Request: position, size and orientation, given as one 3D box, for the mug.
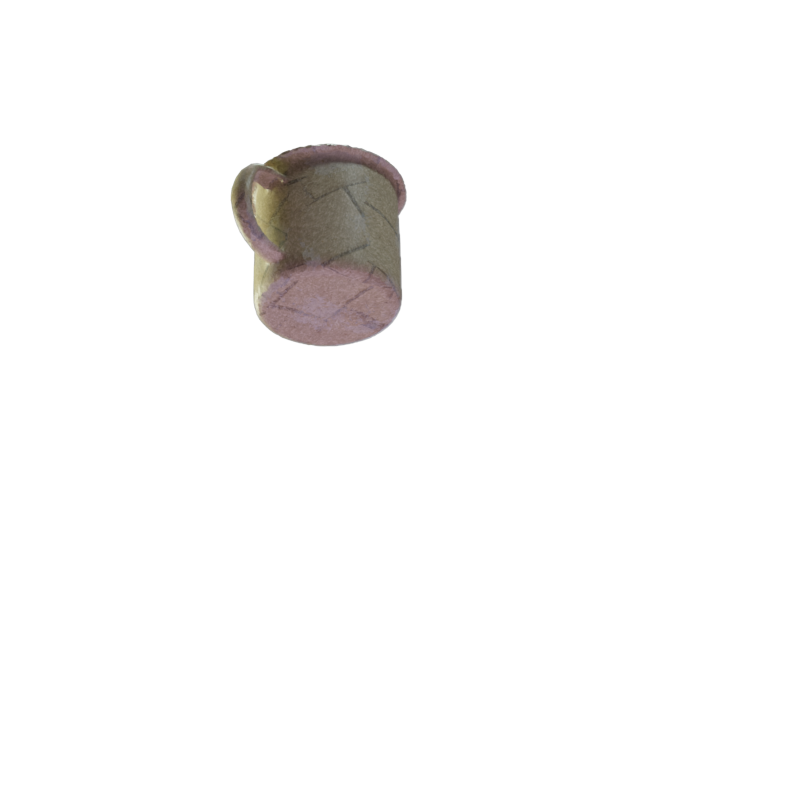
[{"bbox_3d":[-0.048,-0.088,0.617,0.094,0.087,0.109,-24,-39,32],"label":"mug"}]
